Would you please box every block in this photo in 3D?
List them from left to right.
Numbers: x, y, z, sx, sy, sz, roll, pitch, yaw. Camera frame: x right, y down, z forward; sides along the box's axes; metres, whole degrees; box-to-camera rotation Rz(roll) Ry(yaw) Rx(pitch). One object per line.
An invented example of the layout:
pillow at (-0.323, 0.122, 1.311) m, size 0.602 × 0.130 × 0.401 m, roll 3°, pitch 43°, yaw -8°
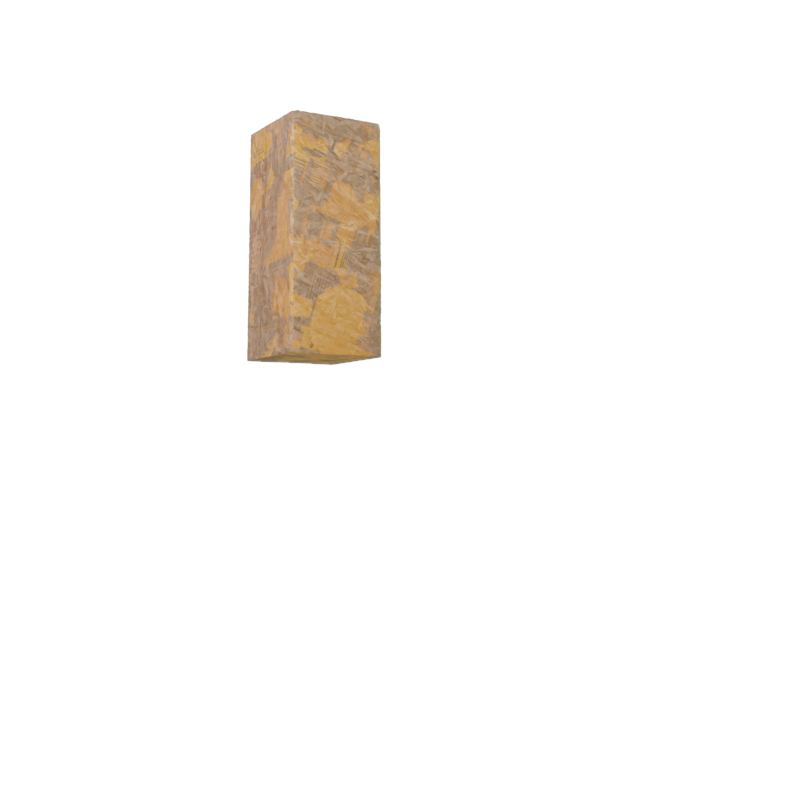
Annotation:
block at (-0.076, -0.139, 0.975) m, size 0.087 × 0.212 × 0.092 m, roll 5°, pitch -11°, yaw -30°
